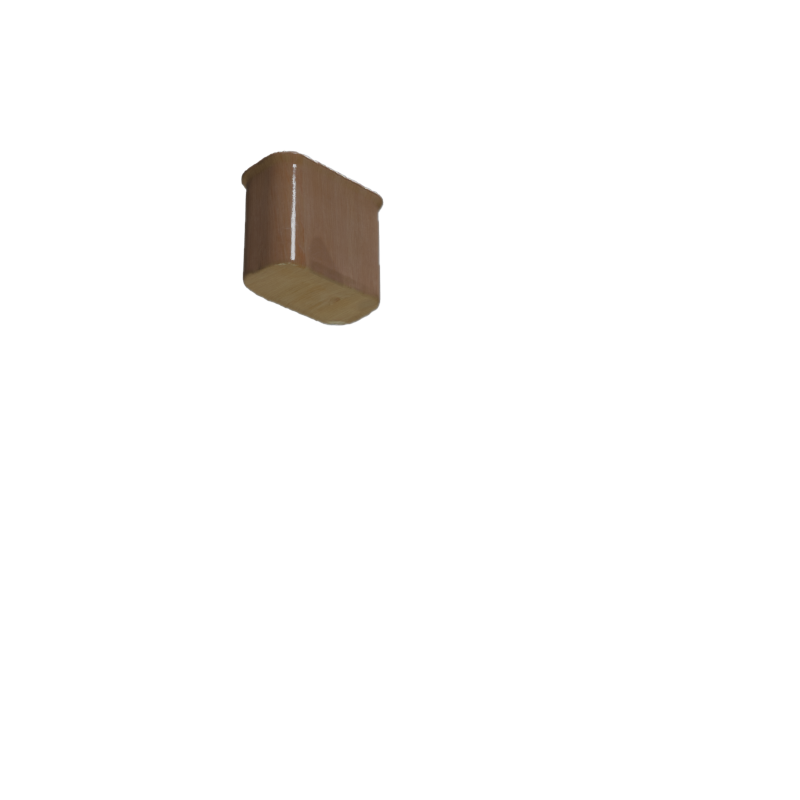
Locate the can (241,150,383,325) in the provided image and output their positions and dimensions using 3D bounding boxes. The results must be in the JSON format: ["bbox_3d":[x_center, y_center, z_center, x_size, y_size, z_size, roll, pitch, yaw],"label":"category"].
[{"bbox_3d":[-0.058,-0.107,0.747,0.096,0.089,0.058,22,-35,-39],"label":"can"}]
